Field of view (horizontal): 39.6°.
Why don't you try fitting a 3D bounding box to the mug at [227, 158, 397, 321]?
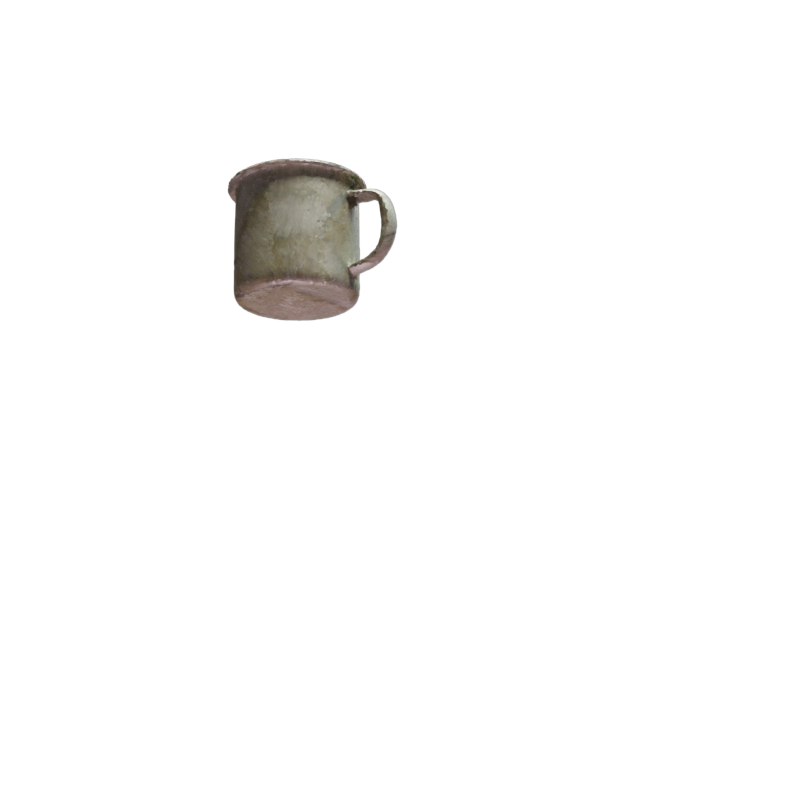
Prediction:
[{"bbox_3d":[-0.056,-0.103,0.720,0.119,0.085,0.087,-8,-20,23],"label":"mug"}]
